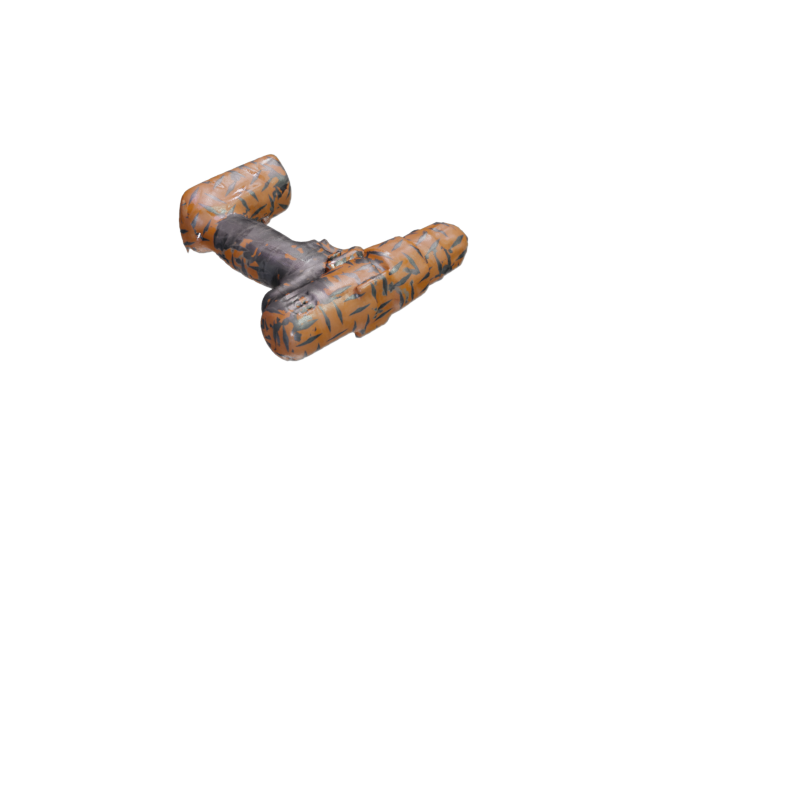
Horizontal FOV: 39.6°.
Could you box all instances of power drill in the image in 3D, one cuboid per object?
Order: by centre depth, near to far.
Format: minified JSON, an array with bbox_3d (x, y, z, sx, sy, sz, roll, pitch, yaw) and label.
[{"bbox_3d":[-0.067,-0.122,0.854,0.184,0.054,0.201,-29,48,-30],"label":"power drill"}]
